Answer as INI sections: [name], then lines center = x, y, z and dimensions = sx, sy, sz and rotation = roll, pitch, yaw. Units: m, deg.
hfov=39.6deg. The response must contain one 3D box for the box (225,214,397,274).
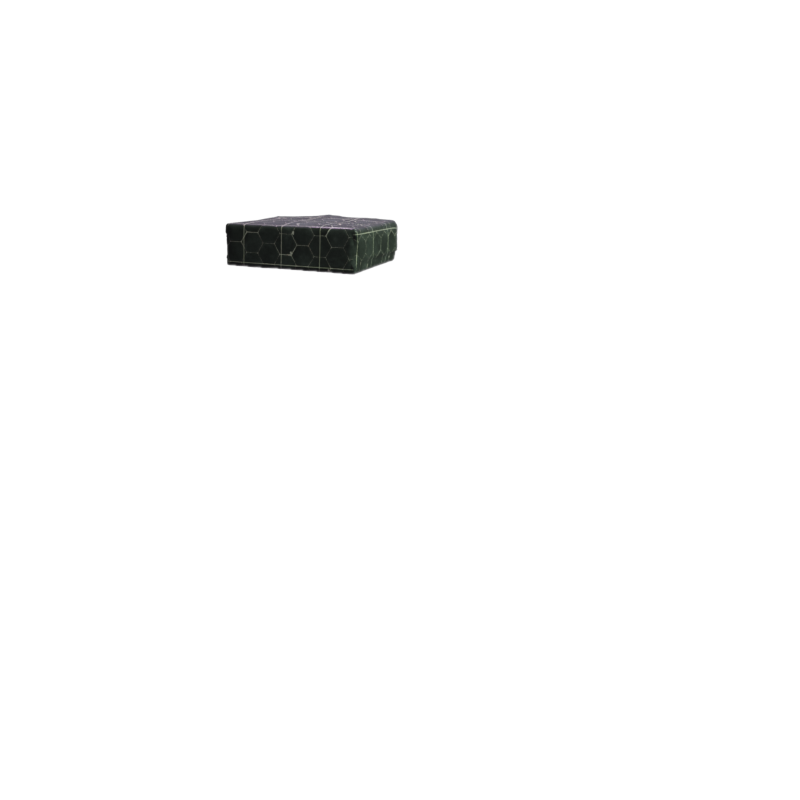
[box]
center = -0.055, -0.101, 0.704
dimensions = 0.092, 0.030, 0.072
rotation = 5, 13, 22
